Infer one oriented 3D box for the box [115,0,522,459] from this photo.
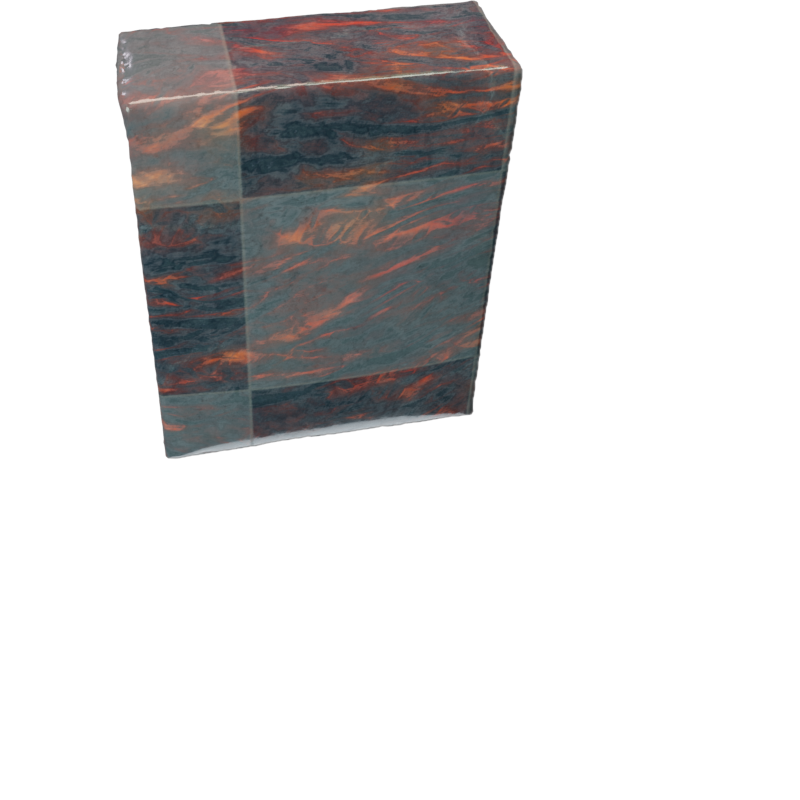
[{"bbox_3d":[-0.041,-0.075,0.528,0.162,0.199,0.078,-7,44,-10],"label":"box"}]
